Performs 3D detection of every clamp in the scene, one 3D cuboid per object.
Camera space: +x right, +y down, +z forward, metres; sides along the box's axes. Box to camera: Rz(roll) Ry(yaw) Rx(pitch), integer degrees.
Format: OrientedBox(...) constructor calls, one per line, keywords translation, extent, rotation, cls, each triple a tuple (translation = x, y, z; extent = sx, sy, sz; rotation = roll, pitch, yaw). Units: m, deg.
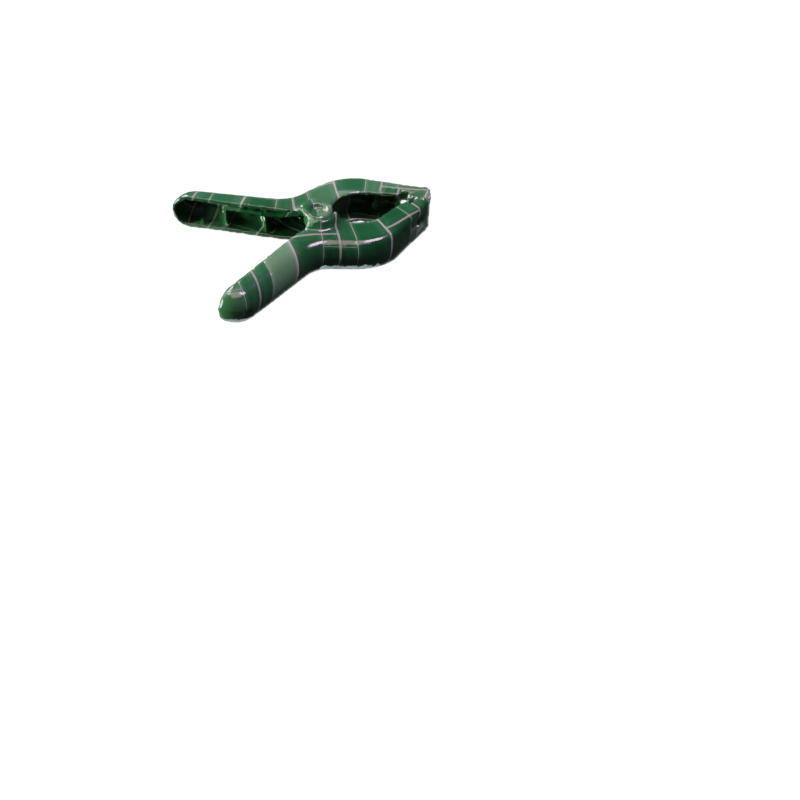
OrientedBox(translation=(-0.056, -0.103, 0.720), extent=(0.170, 0.130, 0.036), rotation=(-10, -40, -9), cls="clamp")
